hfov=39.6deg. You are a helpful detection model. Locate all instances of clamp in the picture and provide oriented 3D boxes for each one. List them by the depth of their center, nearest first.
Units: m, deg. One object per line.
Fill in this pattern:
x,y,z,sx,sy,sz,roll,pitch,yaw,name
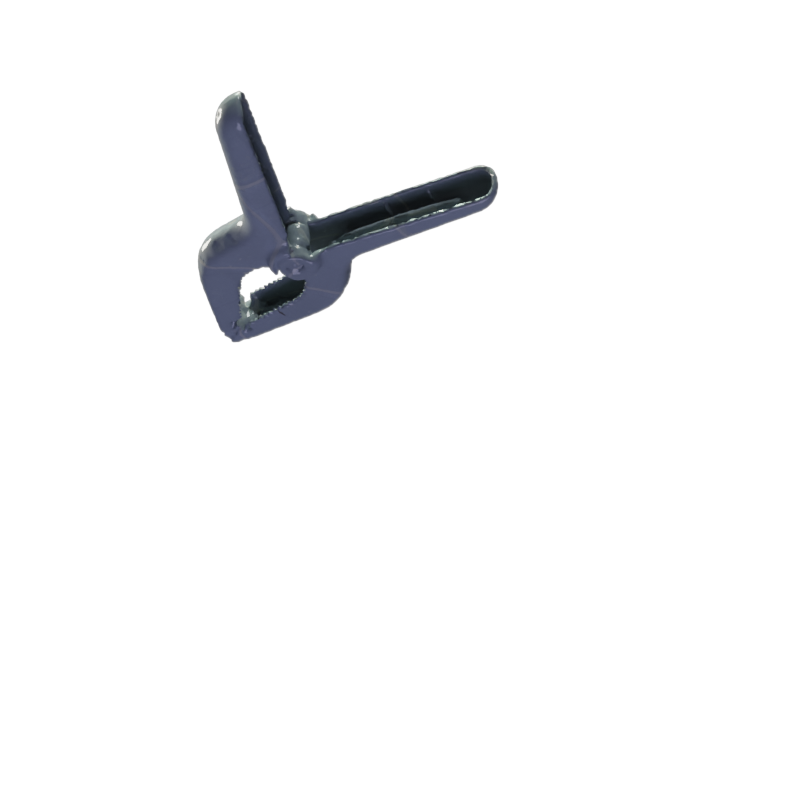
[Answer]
-0.051,-0.094,0.657,0.160,0.039,0.202,11,-32,-18,clamp
